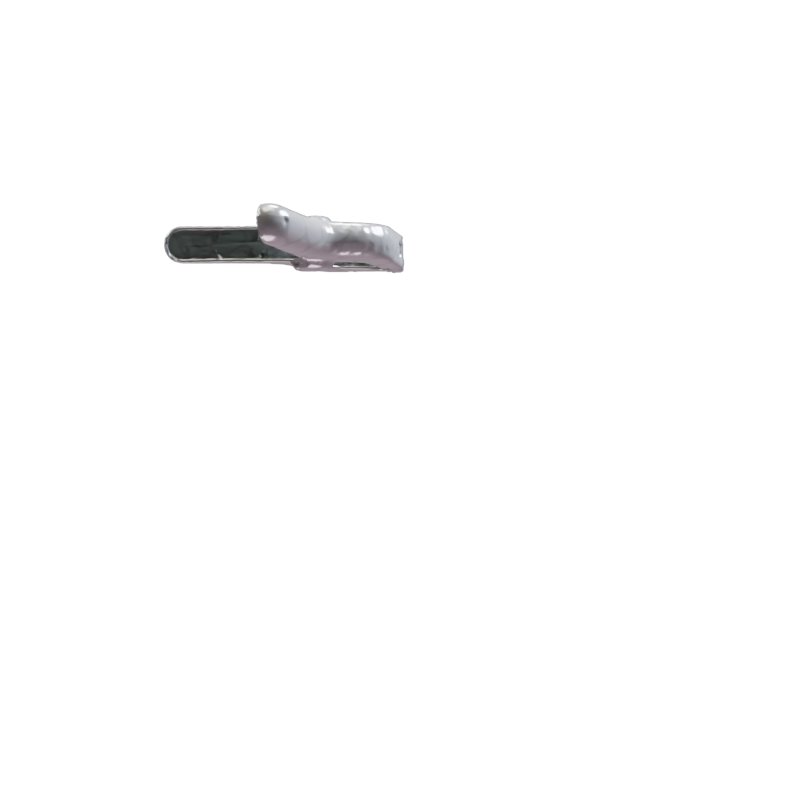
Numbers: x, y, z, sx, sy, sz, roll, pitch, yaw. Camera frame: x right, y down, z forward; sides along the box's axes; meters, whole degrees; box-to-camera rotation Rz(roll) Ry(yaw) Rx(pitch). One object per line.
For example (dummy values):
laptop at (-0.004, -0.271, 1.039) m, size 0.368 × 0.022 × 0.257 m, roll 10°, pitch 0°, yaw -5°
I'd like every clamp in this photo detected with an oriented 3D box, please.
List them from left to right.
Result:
clamp at (-0.058, -0.106, 0.739) m, size 0.166 × 0.039 × 0.124 m, roll -3°, pitch 5°, yaw -31°
